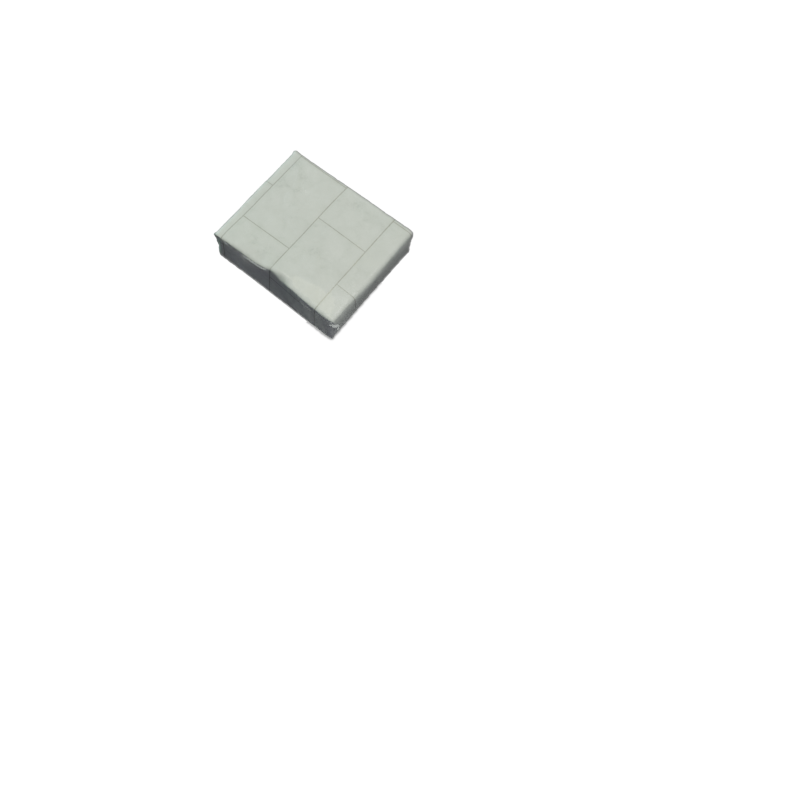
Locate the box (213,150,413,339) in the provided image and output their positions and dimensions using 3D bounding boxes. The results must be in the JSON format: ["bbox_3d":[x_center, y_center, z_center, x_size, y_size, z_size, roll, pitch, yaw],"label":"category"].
[{"bbox_3d":[-0.050,-0.091,0.636,0.093,0.074,0.029,37,-20,15],"label":"box"}]
